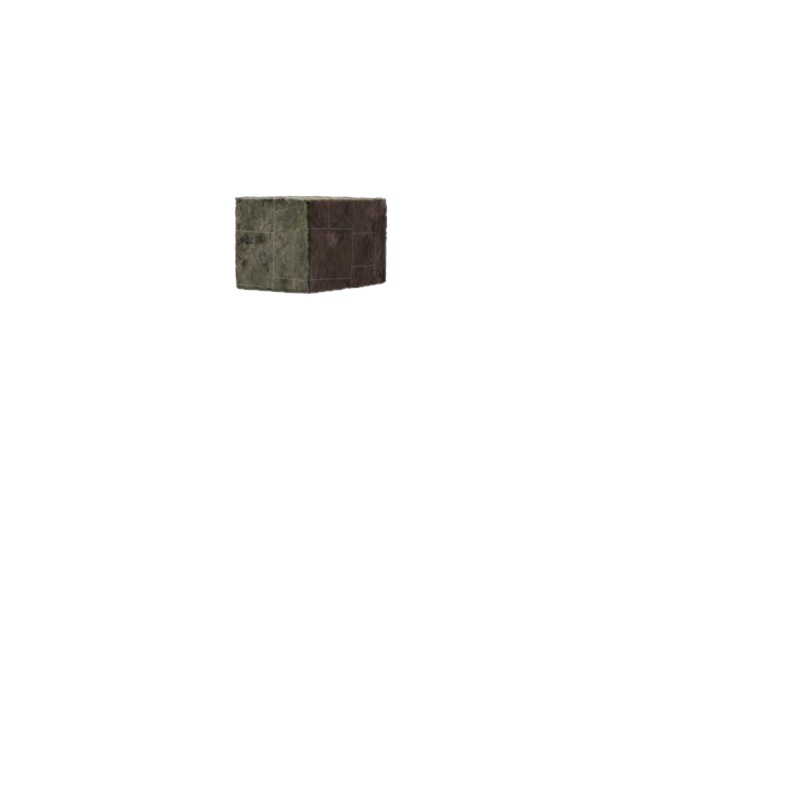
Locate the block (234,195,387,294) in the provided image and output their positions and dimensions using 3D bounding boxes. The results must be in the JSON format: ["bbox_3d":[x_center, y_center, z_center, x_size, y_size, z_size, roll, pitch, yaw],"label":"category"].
[{"bbox_3d":[-0.049,-0.089,0.623,0.055,0.051,0.076,5,10,33],"label":"block"}]
